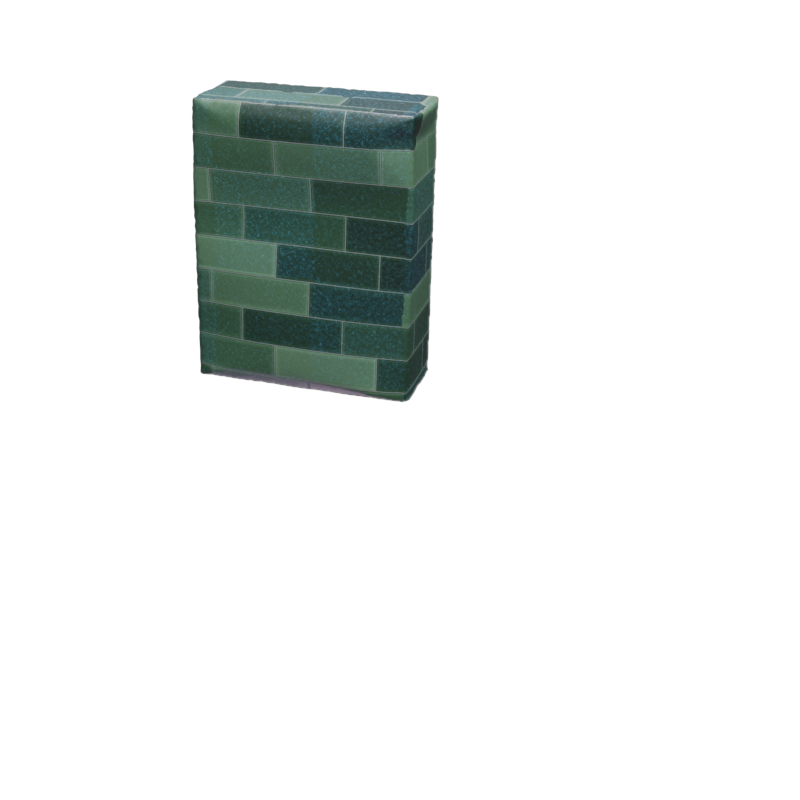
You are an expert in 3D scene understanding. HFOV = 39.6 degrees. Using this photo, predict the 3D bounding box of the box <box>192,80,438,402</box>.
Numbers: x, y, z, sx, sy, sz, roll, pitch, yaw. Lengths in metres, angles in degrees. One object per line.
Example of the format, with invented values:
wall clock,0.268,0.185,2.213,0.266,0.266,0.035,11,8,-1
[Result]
box,-0.063,-0.114,0.800,0.169,0.204,0.073,9,23,17
